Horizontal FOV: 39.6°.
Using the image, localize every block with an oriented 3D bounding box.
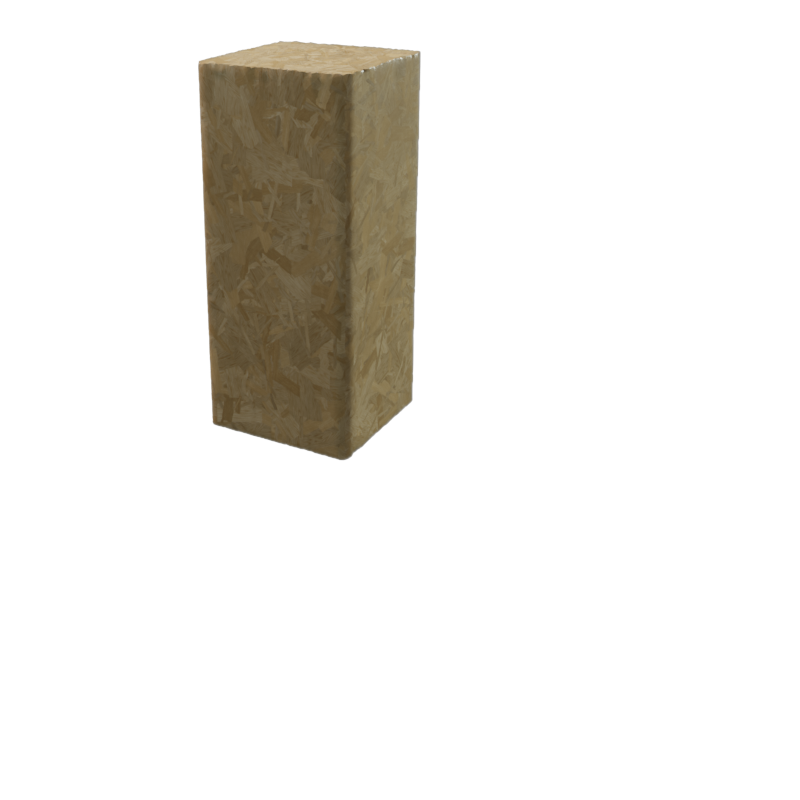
[{"bbox_3d":[-0.048,-0.087,0.611,0.094,0.197,0.090,11,22,25],"label":"block"}]
